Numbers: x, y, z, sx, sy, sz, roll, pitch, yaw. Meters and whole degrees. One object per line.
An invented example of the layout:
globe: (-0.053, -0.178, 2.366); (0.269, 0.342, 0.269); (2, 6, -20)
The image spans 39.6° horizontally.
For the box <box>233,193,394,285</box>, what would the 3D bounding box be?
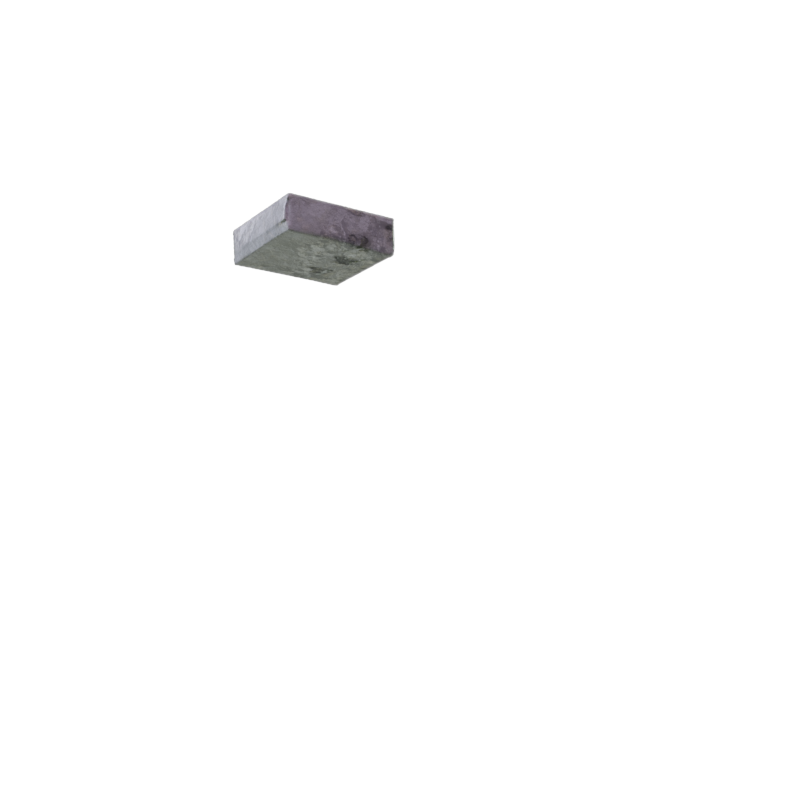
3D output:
box: (-0.075, -0.137, 0.957); (0.108, 0.041, 0.090); (11, -20, -34)
